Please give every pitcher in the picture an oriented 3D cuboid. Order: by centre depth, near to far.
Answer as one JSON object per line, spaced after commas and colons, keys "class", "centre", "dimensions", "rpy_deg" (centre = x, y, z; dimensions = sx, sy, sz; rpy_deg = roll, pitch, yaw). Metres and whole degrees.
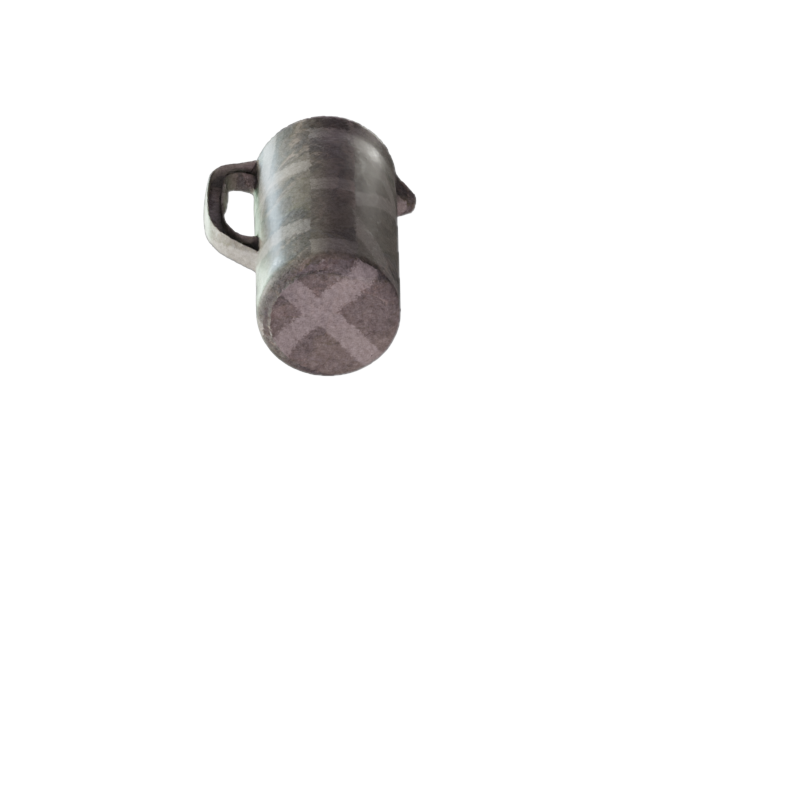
{"class": "pitcher", "centre": [-0.072, -0.131, 0.918], "dimensions": [0.149, 0.136, 0.259], "rpy_deg": [-30, 30, 15]}
